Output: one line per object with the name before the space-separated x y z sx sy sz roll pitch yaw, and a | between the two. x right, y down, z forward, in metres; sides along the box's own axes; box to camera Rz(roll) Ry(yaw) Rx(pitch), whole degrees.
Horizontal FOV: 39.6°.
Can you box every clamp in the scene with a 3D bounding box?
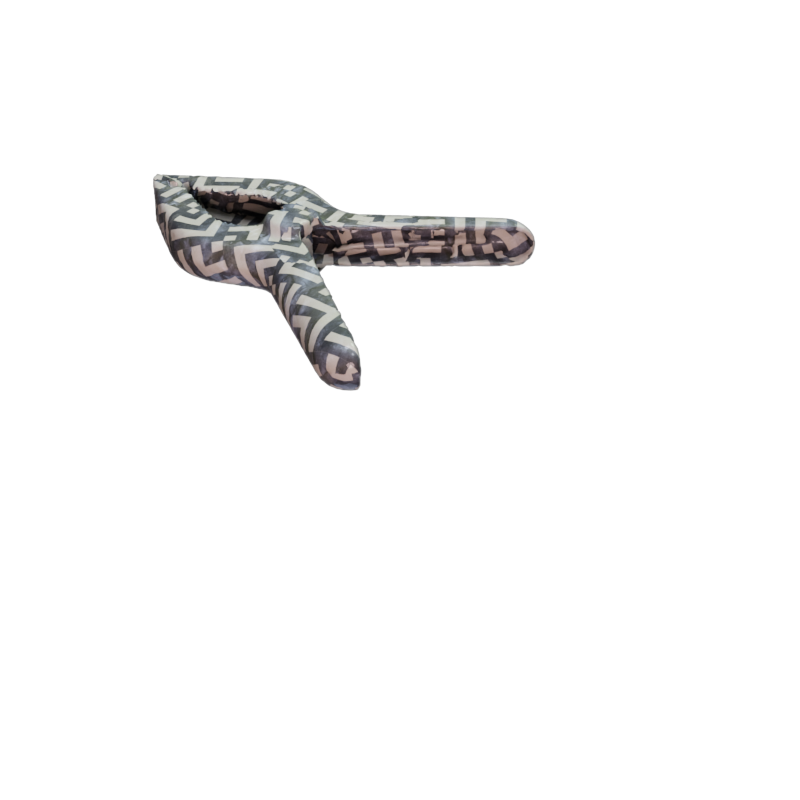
clamp | -0.046 -0.084 0.589 0.224 0.034 0.164 28 42 36
